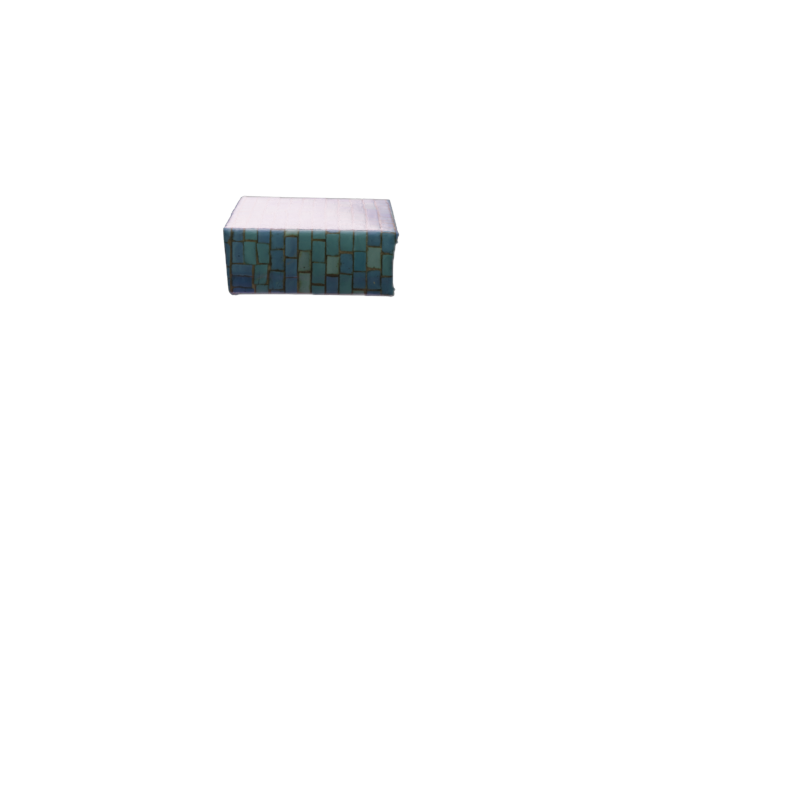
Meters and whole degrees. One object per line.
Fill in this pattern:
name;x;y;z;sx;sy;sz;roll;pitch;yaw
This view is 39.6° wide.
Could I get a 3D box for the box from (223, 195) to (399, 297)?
box;-0.048;-0.087;0.613;0.090;0.037;0.118;0;20;-1
